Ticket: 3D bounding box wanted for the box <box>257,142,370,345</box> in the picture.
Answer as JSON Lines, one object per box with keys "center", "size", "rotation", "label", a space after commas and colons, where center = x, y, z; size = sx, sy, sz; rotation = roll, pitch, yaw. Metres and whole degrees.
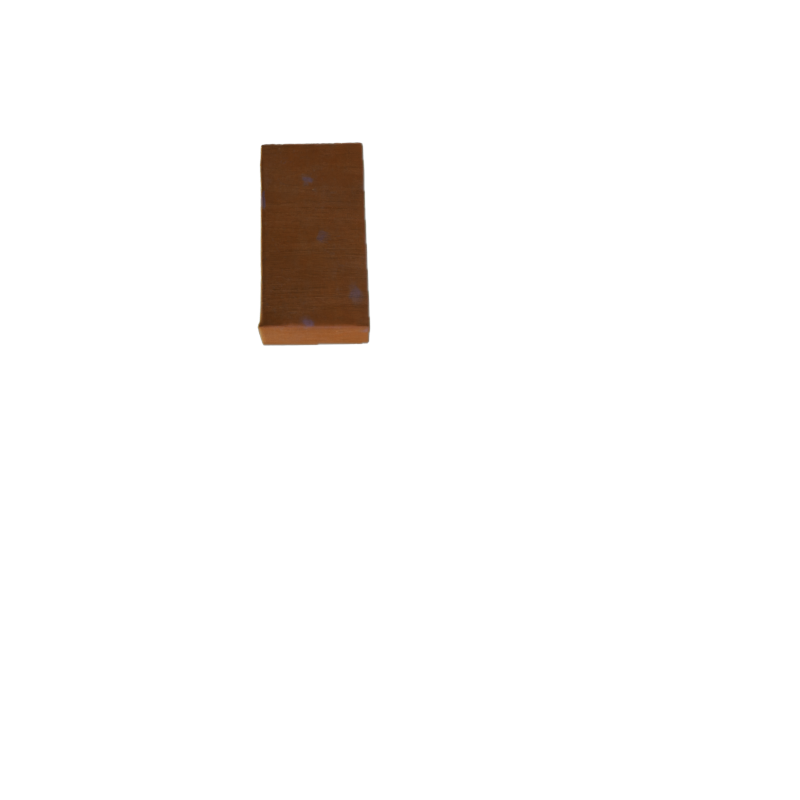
{"center": [-0.075, -0.136, 0.955], "size": [0.093, 0.187, 0.045], "rotation": [-1, -26, -1], "label": "box"}
